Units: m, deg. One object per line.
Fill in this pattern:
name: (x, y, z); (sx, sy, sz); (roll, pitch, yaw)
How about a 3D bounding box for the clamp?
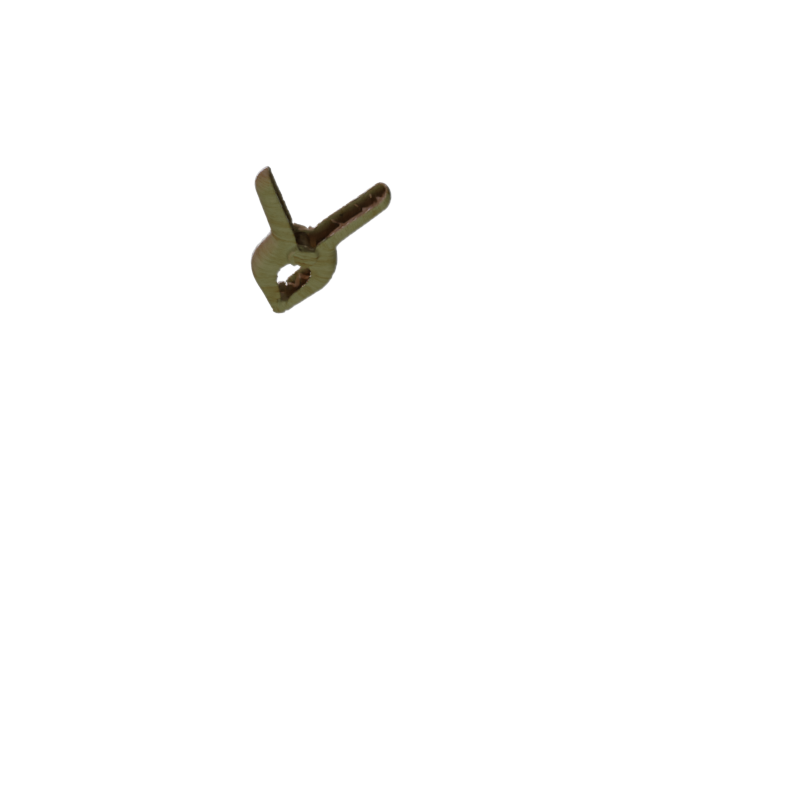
clamp: (-0.078, -0.142, 0.996); (0.119, 0.042, 0.162); (6, -37, -9)
